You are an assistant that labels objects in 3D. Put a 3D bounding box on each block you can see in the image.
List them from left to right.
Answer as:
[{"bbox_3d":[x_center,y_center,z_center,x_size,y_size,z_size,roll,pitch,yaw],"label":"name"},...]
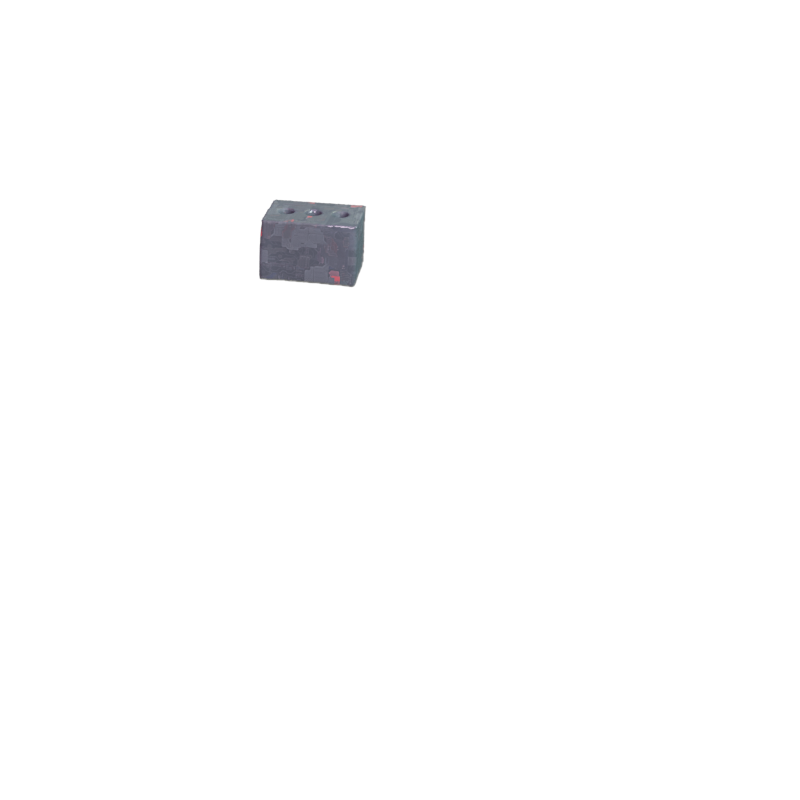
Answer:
[{"bbox_3d":[-0.069,-0.126,0.883,0.079,0.049,0.055,5,27,8],"label":"block"}]
